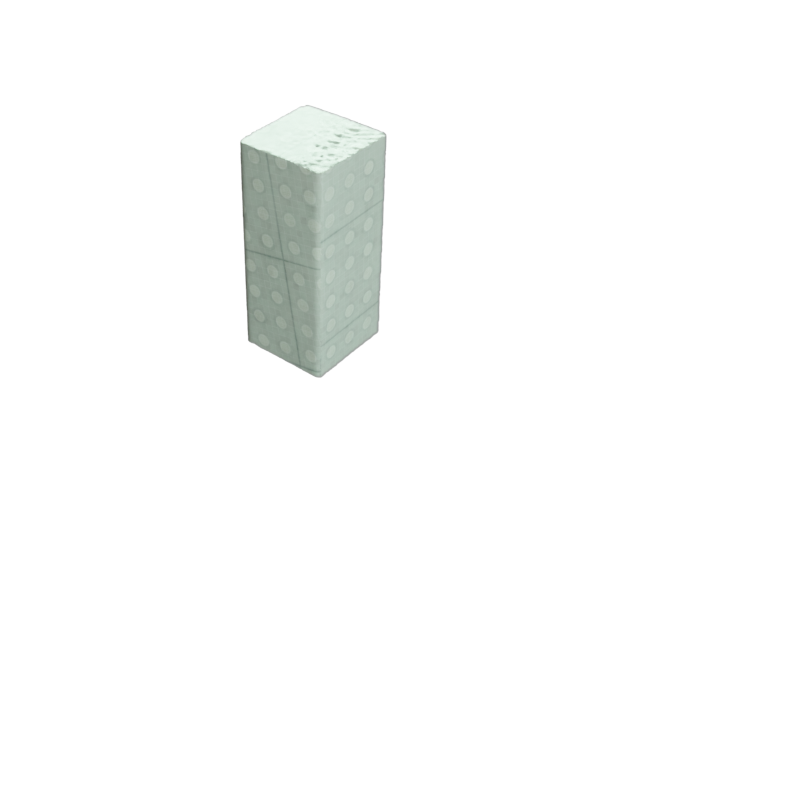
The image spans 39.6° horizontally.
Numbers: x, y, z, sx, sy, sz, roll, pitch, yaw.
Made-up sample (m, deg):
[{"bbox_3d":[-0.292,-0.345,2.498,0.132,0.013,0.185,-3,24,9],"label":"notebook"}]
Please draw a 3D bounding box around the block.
[{"bbox_3d":[-0.076,-0.138,0.964,0.095,0.193,0.092,26,42,28],"label":"block"}]
